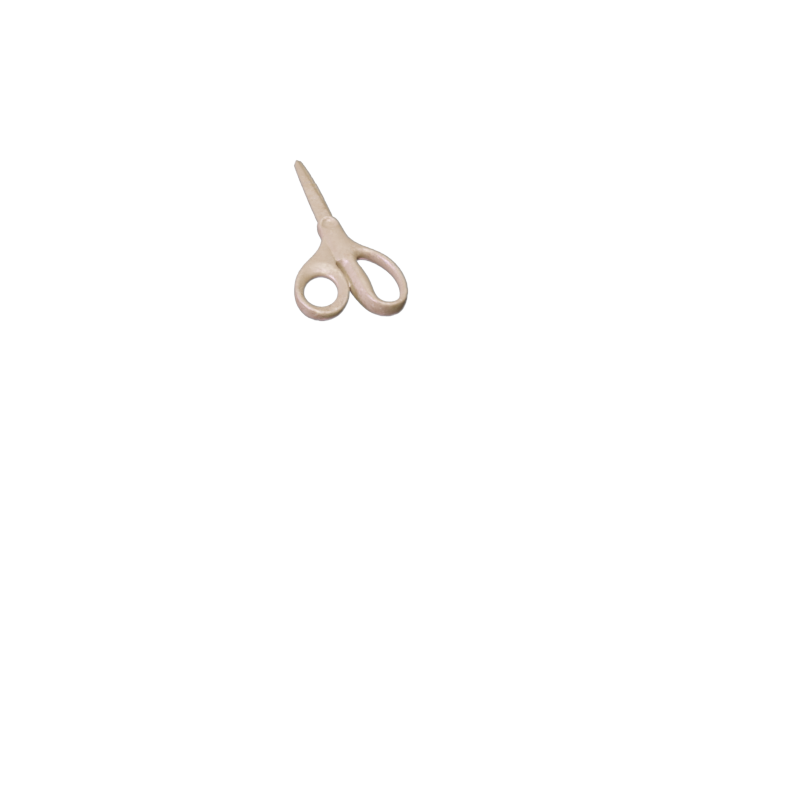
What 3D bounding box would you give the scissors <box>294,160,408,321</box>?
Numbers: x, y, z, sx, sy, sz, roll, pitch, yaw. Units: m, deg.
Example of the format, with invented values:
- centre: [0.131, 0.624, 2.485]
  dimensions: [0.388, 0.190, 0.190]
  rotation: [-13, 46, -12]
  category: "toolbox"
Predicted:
- centre: [-0.071, -0.129, 0.907]
  dimensions: [0.096, 0.015, 0.218]
  rotation: [-24, 50, -22]
  category: "scissors"
